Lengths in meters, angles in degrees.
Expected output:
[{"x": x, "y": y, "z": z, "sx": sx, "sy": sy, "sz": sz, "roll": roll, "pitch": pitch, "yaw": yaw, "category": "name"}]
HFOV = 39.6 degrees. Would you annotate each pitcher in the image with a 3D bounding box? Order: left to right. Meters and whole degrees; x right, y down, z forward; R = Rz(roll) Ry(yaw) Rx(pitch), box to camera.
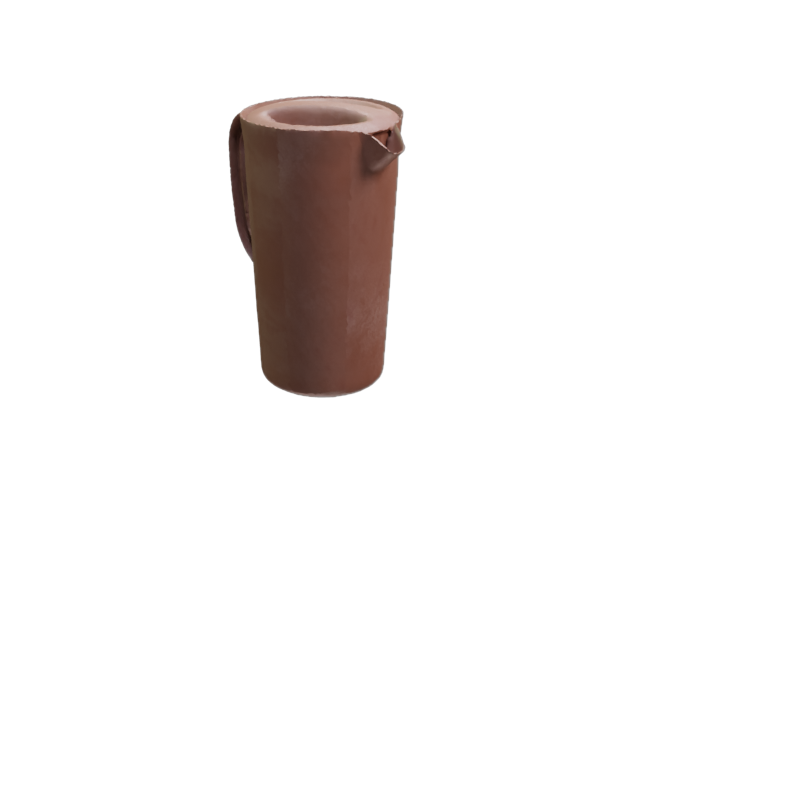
[{"x": -0.074, "y": -0.135, "z": 0.943, "sx": 0.144, "sy": 0.232, "sz": 0.157, "roll": 0, "pitch": 22, "yaw": -4, "category": "pitcher"}]
